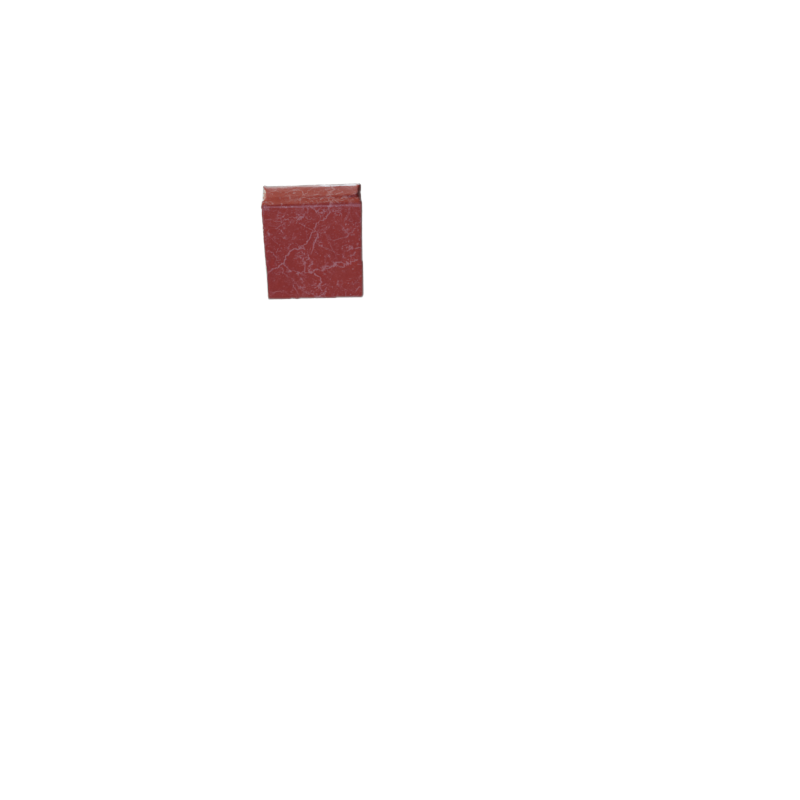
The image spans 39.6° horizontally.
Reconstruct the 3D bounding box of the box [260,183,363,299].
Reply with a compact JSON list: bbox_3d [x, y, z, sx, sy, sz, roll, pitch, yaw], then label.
[{"bbox_3d":[-0.065,-0.118,0.825,0.073,0.083,0.032,-1,37,0],"label":"box"}]
